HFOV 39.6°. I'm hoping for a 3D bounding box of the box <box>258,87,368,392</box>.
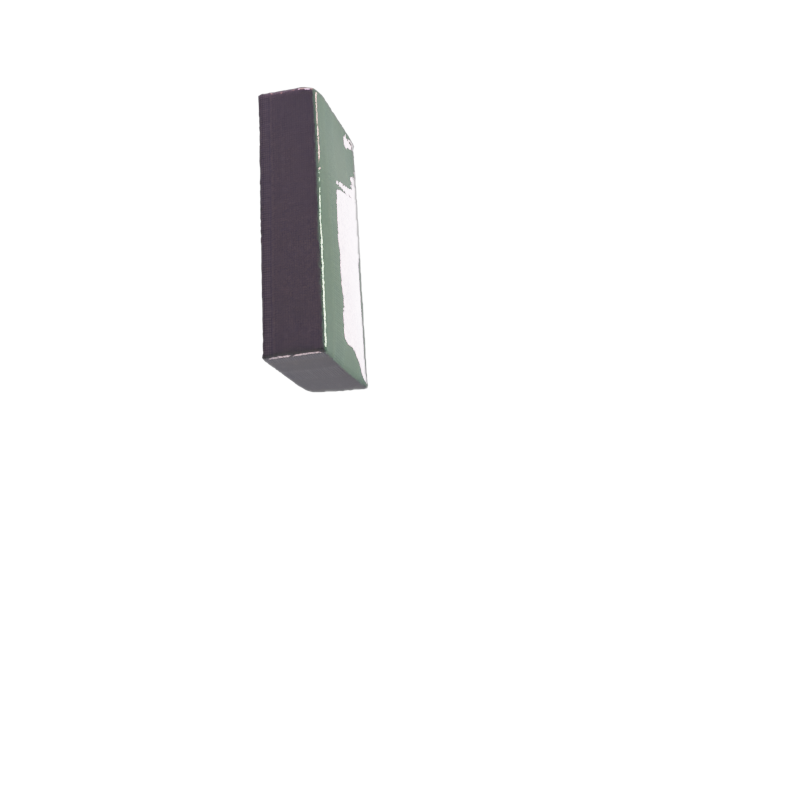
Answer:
[{"bbox_3d":[-0.055,-0.101,0.703,0.049,0.185,0.088,-7,-20,14],"label":"box"}]
